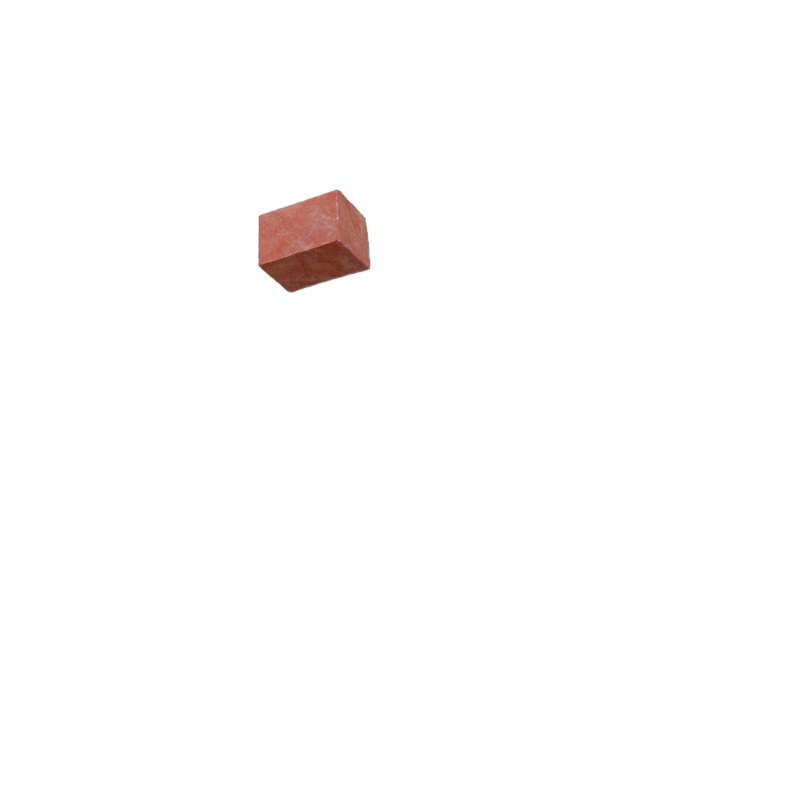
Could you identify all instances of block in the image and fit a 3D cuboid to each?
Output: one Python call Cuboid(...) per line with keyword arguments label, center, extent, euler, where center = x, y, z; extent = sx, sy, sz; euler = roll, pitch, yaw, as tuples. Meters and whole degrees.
Cuboid(label="block", center=(-0.071, -0.129, 0.904), extent=(0.079, 0.054, 0.049), euler=(-14, -31, 24))
